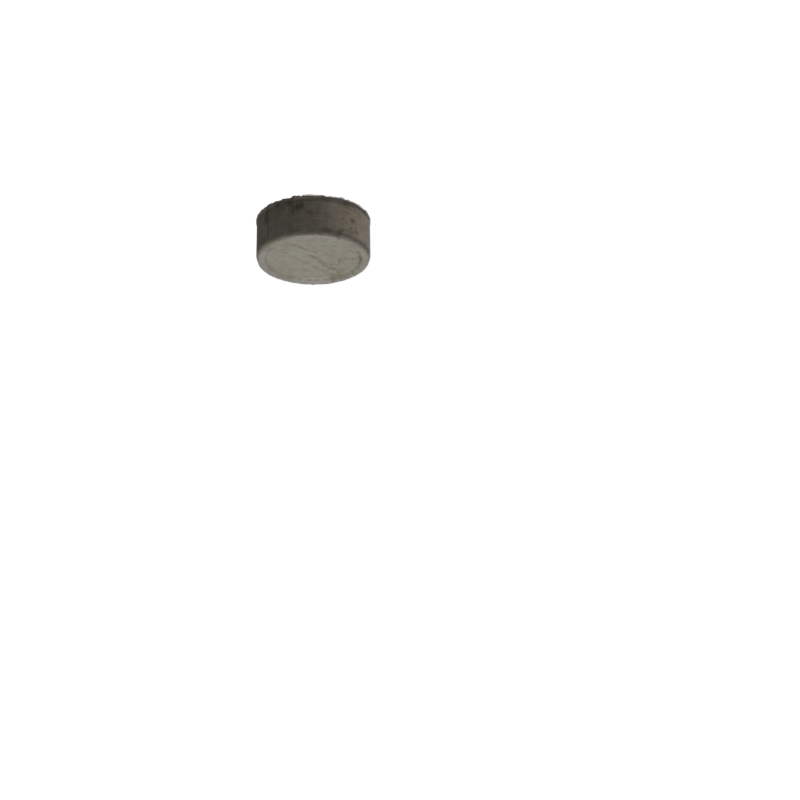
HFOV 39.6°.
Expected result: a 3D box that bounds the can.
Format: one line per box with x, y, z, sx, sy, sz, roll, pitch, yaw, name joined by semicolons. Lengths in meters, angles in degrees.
-0.064;-0.117;0.821;0.086;0.035;0.082;0;-21;-2;can
